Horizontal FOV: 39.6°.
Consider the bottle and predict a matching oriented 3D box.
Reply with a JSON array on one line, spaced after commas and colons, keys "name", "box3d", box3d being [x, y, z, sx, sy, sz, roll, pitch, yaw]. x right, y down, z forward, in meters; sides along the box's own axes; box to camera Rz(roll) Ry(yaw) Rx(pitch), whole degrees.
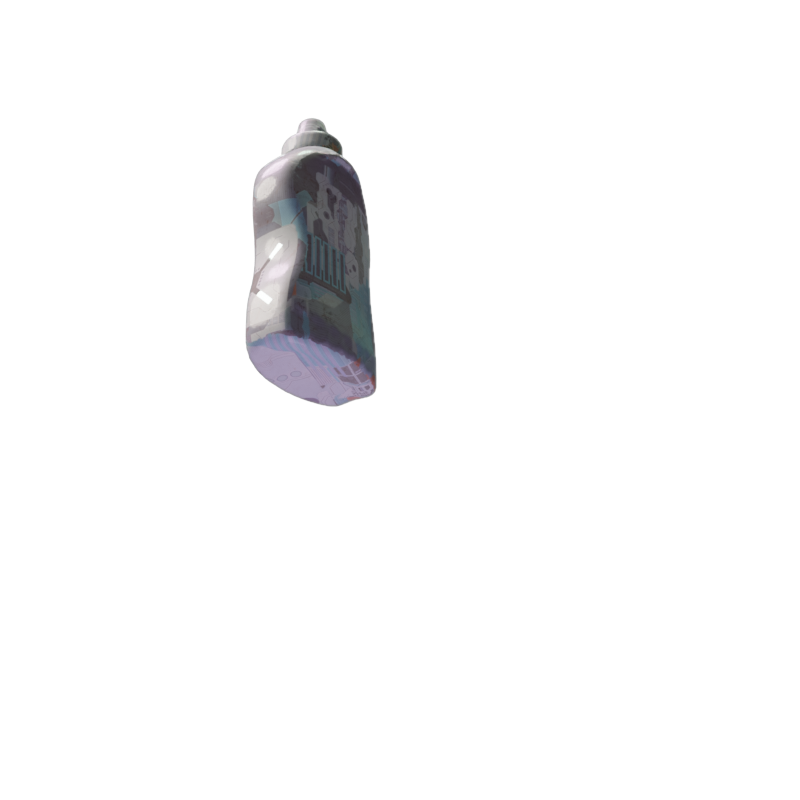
[{"name": "bottle", "box3d": [-0.055, -0.100, 0.700, 0.059, 0.204, 0.089, -22, -36, 29]}]
